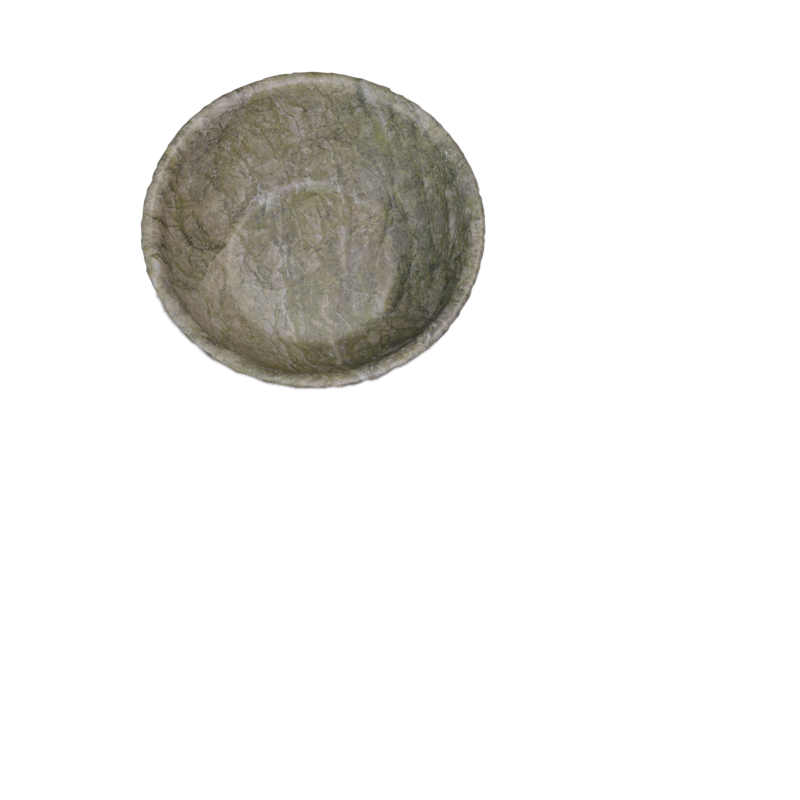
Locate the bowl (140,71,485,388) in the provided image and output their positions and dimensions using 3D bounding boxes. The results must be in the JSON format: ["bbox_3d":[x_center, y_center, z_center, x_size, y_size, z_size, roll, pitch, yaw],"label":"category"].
[{"bbox_3d":[-0.042,-0.077,0.542,0.162,0.170,0.052,-1,-21,-1],"label":"bowl"}]
